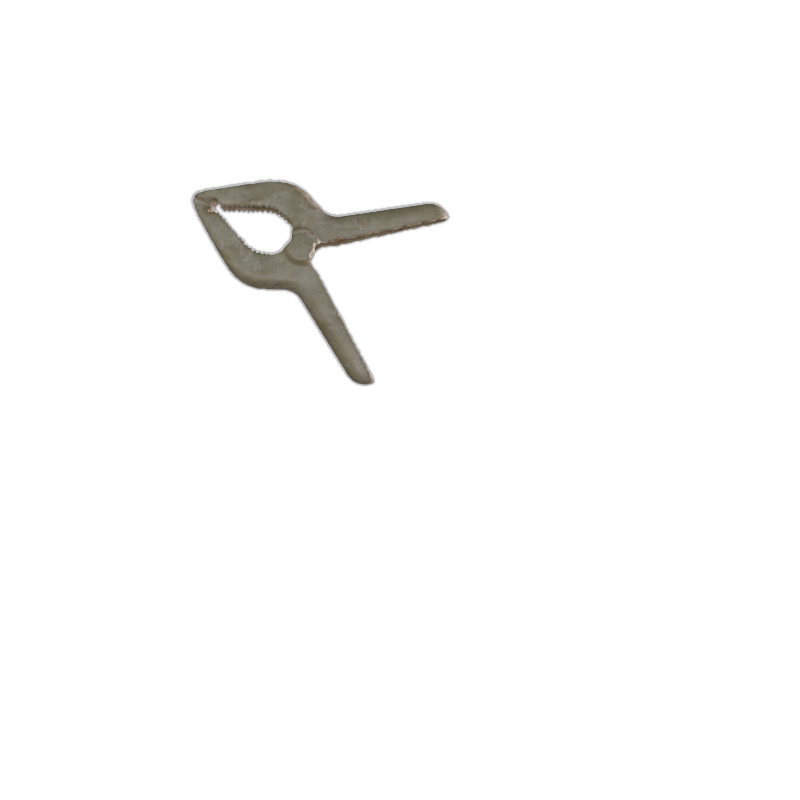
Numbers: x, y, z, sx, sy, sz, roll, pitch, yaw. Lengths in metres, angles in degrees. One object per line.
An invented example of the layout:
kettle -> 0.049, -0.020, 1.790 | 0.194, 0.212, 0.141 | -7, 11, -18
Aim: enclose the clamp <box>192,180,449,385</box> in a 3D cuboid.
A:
clamp -> -0.073, -0.133, 0.935 | 0.213, 0.167, 0.035 | 31, -11, 7
